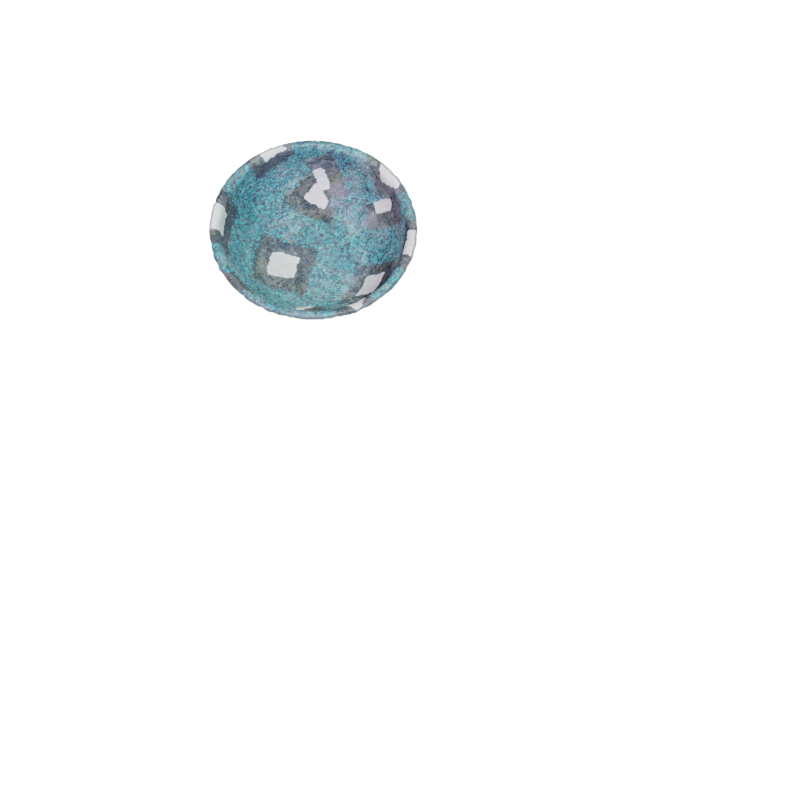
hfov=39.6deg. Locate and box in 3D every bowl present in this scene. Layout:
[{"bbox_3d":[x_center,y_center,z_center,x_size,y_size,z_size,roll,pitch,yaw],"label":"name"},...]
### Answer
[{"bbox_3d":[-0.069,-0.126,0.884,0.162,0.172,0.052,-1,-27,-1],"label":"bowl"}]
